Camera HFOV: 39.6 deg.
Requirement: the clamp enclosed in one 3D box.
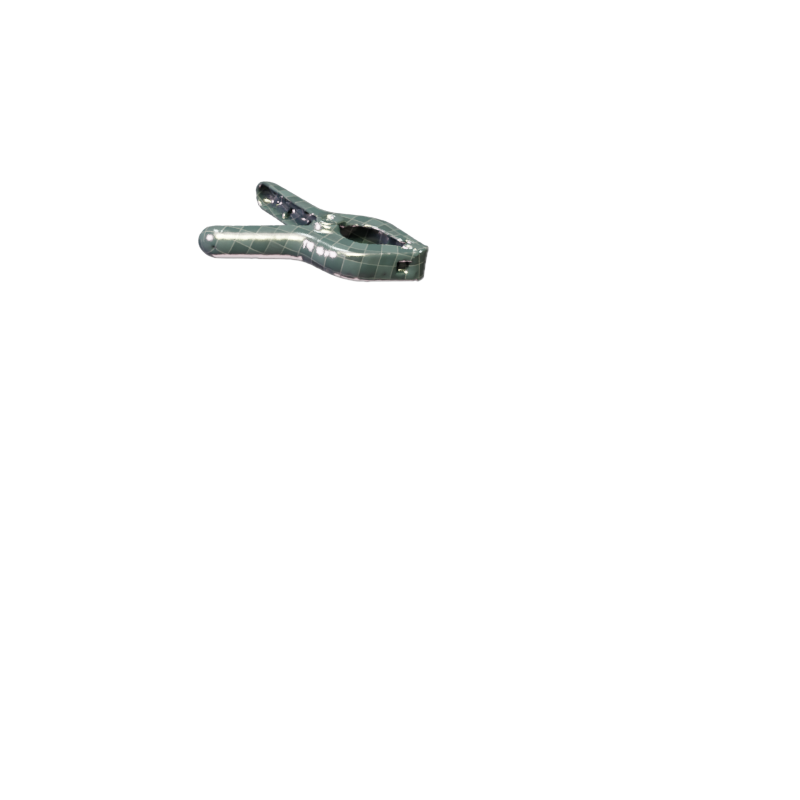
[{"bbox_3d":[-0.067,-0.123,0.858,0.179,0.037,0.123,18,40,23],"label":"clamp"}]
